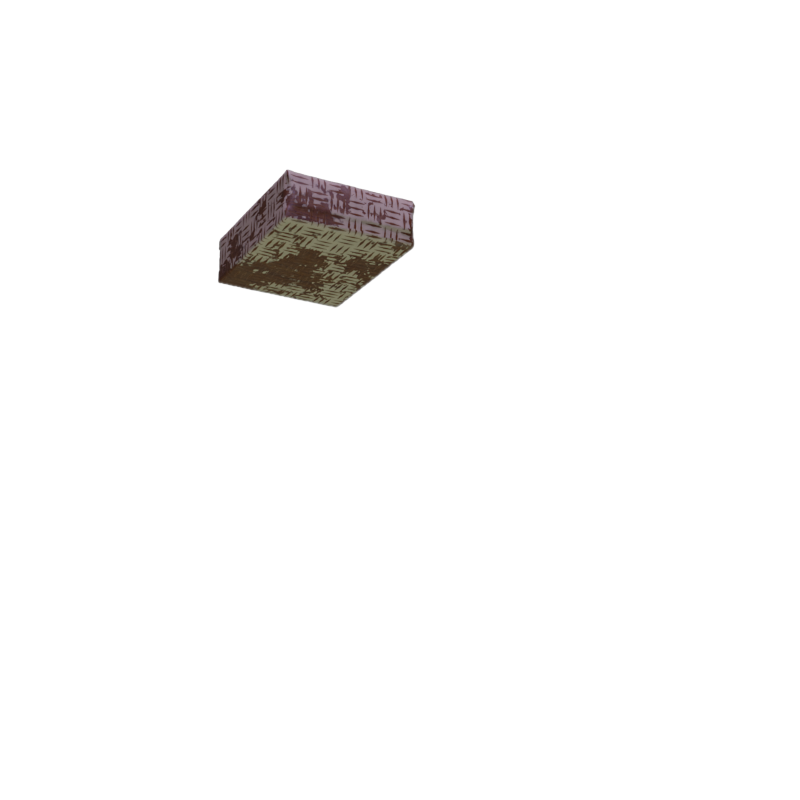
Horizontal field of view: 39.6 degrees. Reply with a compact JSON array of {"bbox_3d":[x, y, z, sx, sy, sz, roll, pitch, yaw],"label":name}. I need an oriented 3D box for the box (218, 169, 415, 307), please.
[{"bbox_3d":[-0.045,-0.082,0.577,0.070,0.032,0.088,11,-23,-27],"label":"box"}]
